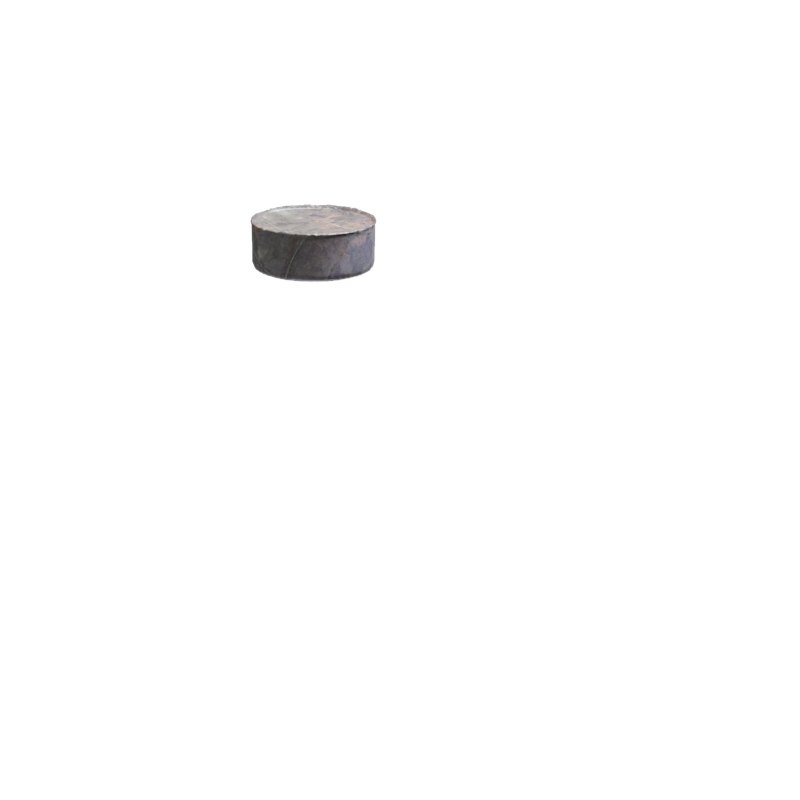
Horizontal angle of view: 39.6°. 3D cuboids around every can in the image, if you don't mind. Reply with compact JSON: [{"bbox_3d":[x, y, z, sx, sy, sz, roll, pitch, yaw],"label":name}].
[{"bbox_3d":[-0.060,-0.109,0.761,0.086,0.032,0.090,-1,21,-2],"label":"can"}]
